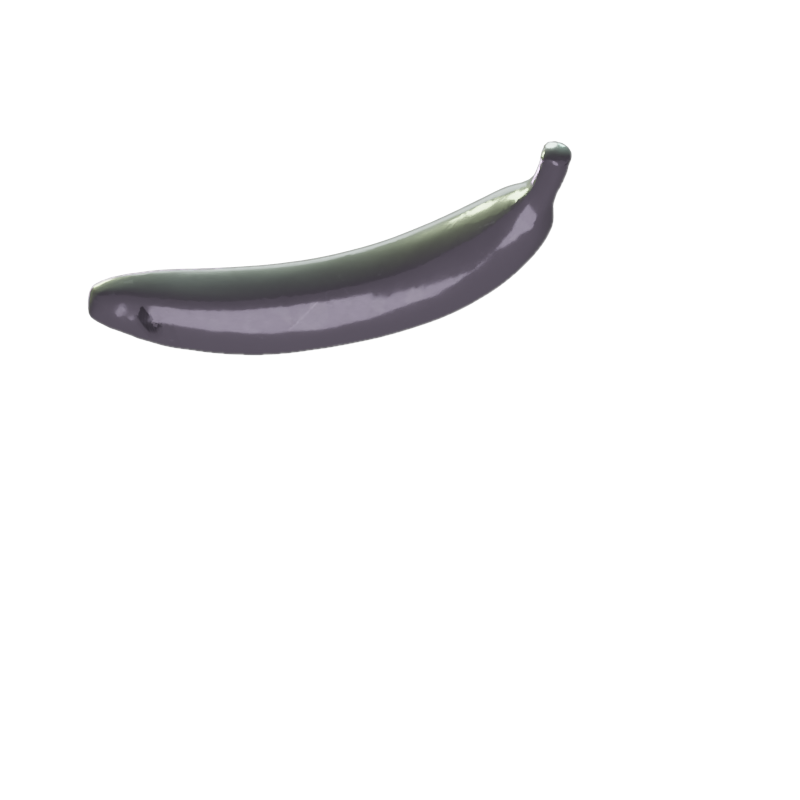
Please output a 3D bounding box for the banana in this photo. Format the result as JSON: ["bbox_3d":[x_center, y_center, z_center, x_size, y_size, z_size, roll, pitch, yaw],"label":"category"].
[{"bbox_3d":[-0.024,-0.051,0.440,0.199,0.064,0.039,-16,41,14],"label":"banana"}]
